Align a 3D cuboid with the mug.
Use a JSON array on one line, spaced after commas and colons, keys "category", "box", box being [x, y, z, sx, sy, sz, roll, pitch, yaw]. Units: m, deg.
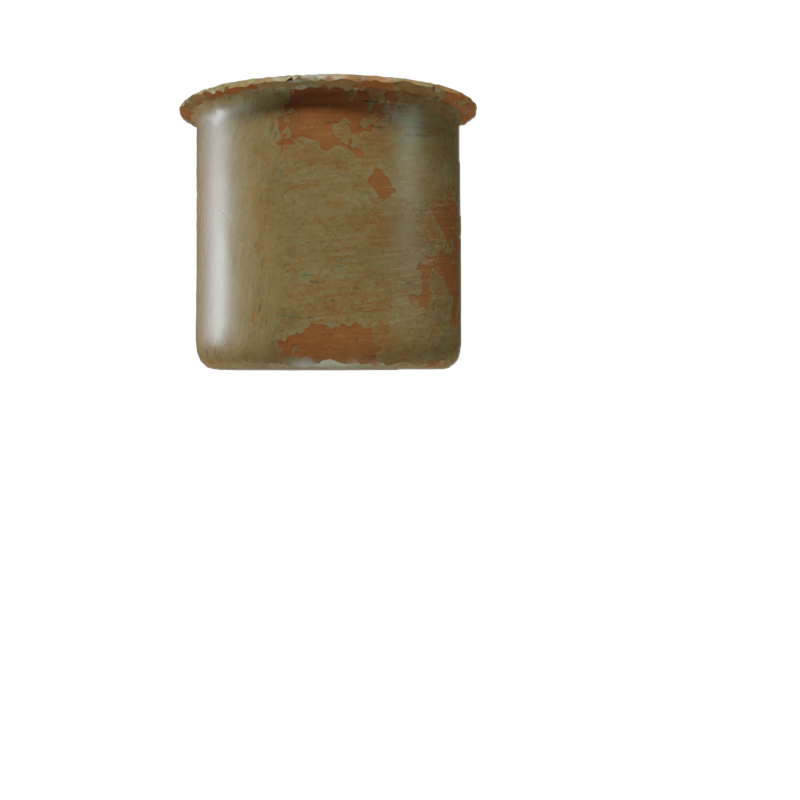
[{"category": "mug", "box": [-0.028, -0.051, 0.356, 0.090, 0.082, 0.120, 1, -1, -26]}]
